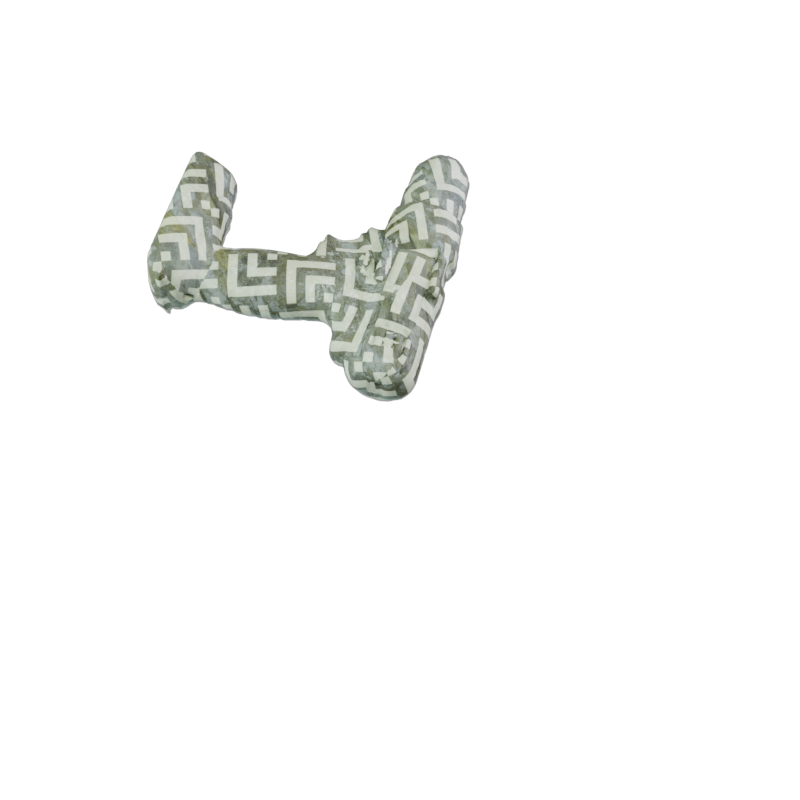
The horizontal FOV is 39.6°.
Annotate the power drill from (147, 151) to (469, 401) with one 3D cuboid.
[{"bbox_3d":[-0.057,-0.103,0.722,0.191,0.194,0.054,13,-33,8],"label":"power drill"}]
